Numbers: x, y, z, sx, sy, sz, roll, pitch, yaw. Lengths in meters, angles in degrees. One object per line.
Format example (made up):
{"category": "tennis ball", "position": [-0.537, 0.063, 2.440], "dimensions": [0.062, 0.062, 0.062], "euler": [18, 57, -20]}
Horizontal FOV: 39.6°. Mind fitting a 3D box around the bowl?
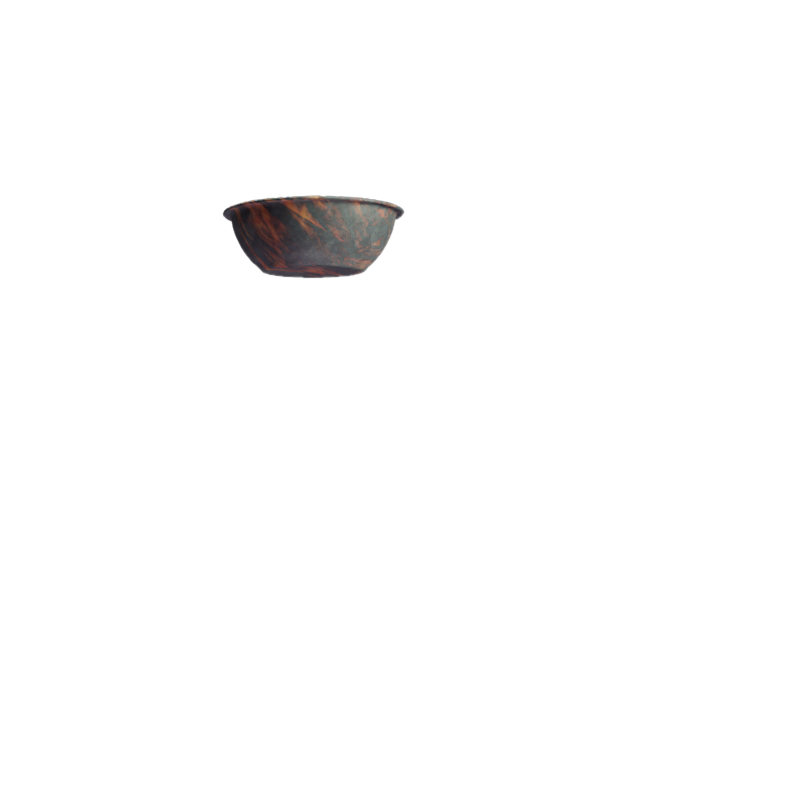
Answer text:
{"category": "bowl", "position": [-0.077, -0.141, 0.985], "dimensions": [0.162, 0.056, 0.160], "euler": [0, -1, -2]}
